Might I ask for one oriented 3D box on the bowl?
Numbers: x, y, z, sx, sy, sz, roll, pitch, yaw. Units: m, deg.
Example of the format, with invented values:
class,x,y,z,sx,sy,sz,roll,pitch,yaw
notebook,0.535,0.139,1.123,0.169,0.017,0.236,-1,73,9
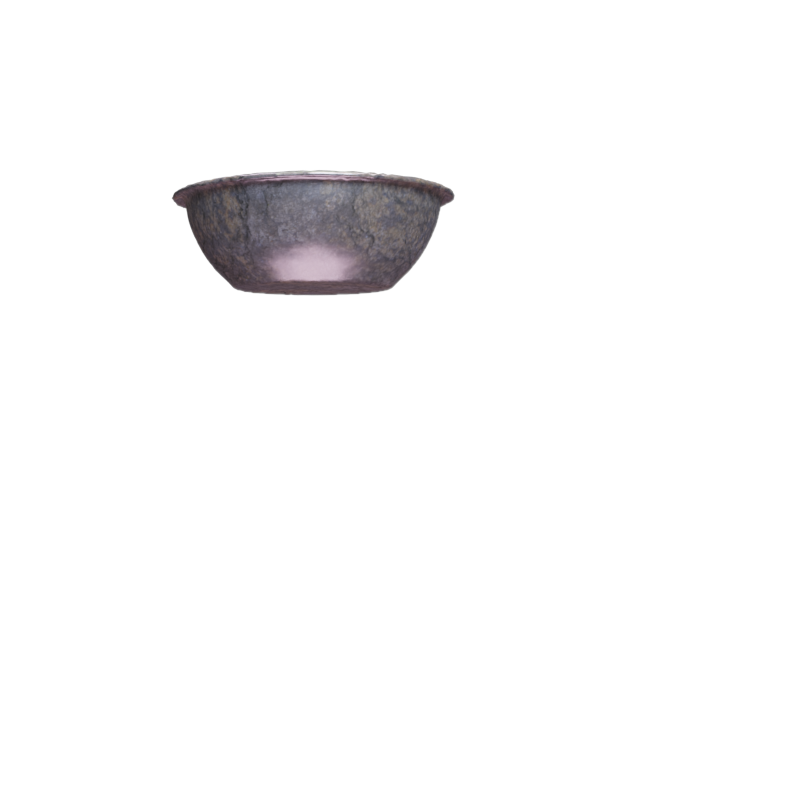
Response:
class,x,y,z,sx,sy,sz,roll,pitch,yaw
bowl,-0.050,-0.091,0.637,0.162,0.056,0.161,0,0,-2
